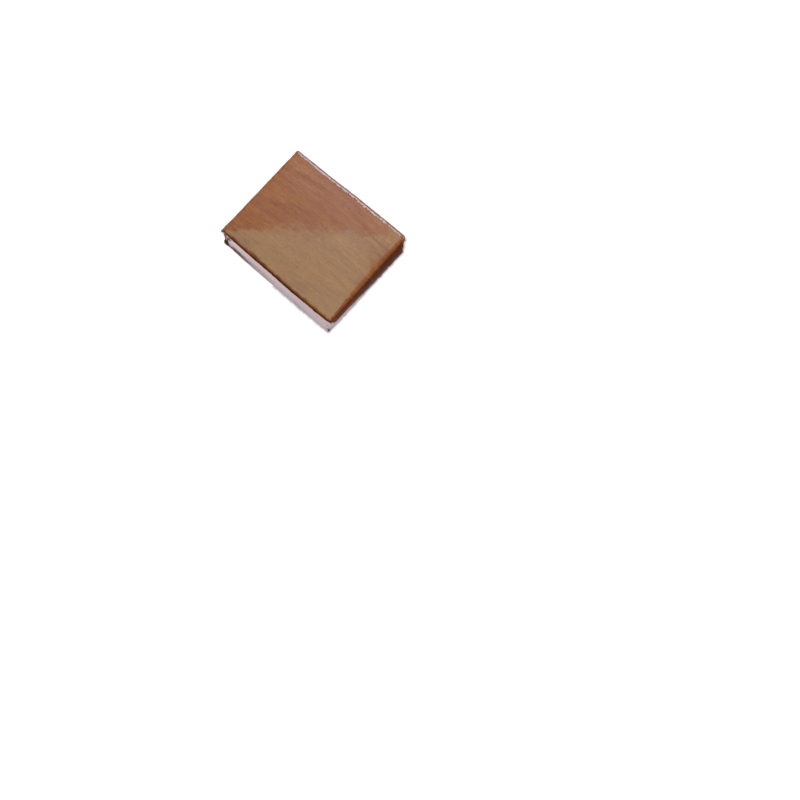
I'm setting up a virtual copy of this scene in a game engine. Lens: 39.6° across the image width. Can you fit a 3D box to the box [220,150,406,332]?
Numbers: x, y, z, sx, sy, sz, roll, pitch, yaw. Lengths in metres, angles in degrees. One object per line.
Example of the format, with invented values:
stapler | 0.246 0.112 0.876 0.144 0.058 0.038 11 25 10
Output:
box | -0.067 -0.122 0.853 0.117 0.091 0.037 39 -15 12
